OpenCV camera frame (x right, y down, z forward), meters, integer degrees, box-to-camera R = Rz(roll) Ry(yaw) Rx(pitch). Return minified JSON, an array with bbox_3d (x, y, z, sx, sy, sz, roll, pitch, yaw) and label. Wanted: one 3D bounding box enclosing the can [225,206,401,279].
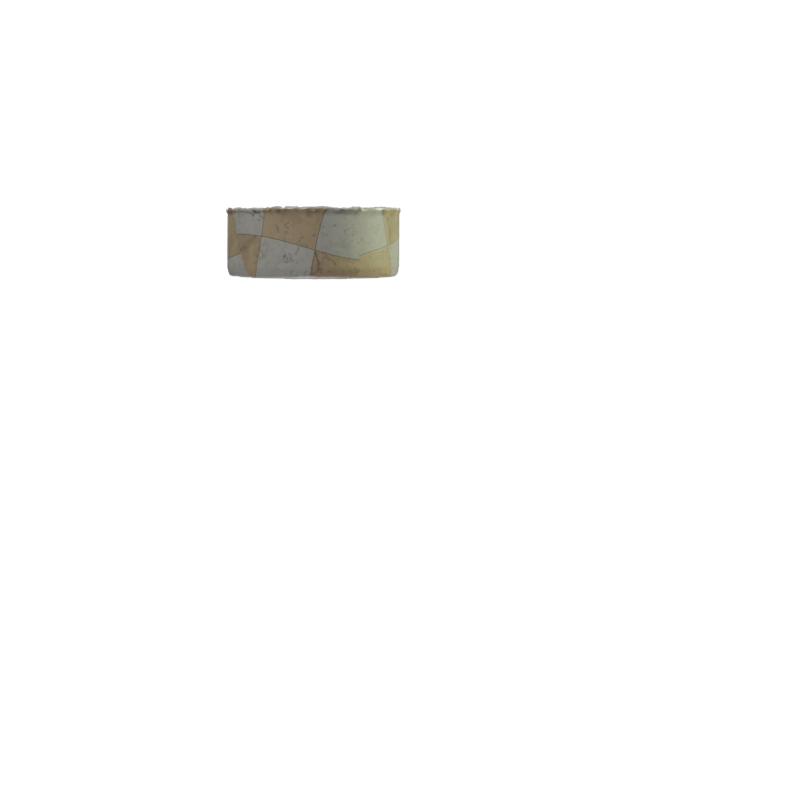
[{"bbox_3d":[-0.043,-0.078,0.544,0.086,0.033,0.087,0,8,-2],"label":"can"}]
